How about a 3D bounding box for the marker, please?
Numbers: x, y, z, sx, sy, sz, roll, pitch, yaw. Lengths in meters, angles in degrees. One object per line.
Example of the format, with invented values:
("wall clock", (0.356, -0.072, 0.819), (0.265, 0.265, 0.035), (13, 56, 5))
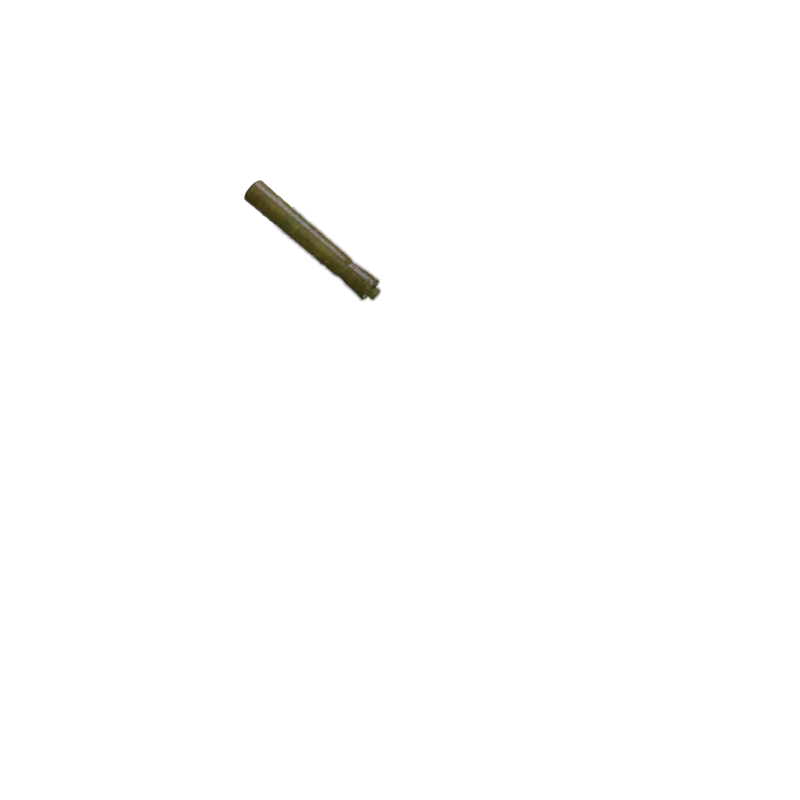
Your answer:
("marker", (-0.062, -0.113, 0.790), (0.126, 0.019, 0.019), (42, 14, 14))
